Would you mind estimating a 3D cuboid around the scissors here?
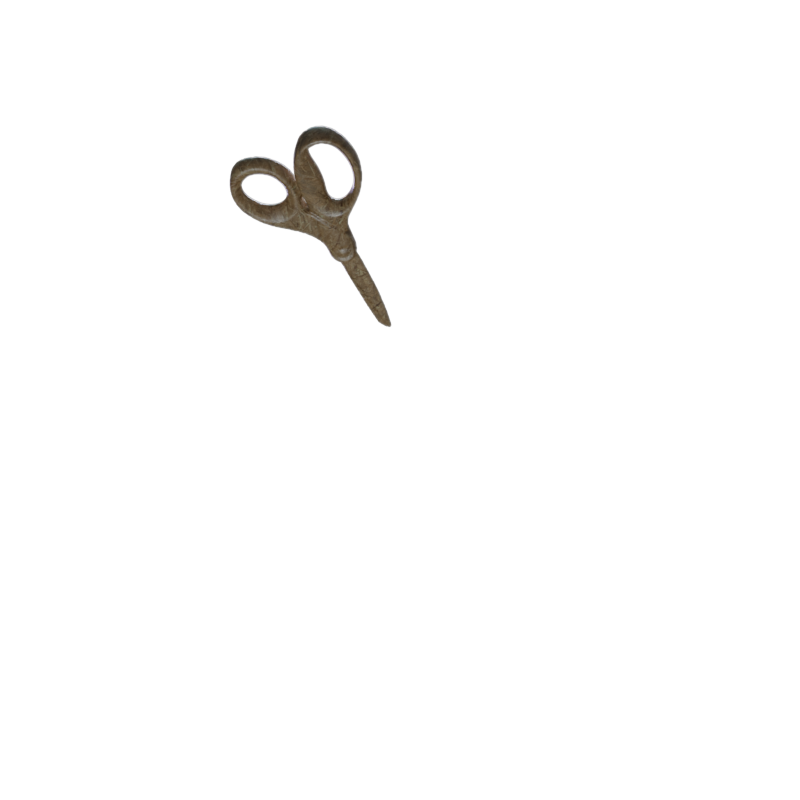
[{"bbox_3d":[-0.060,-0.110,0.769,0.097,0.017,0.187,-3,-38,3],"label":"scissors"}]
